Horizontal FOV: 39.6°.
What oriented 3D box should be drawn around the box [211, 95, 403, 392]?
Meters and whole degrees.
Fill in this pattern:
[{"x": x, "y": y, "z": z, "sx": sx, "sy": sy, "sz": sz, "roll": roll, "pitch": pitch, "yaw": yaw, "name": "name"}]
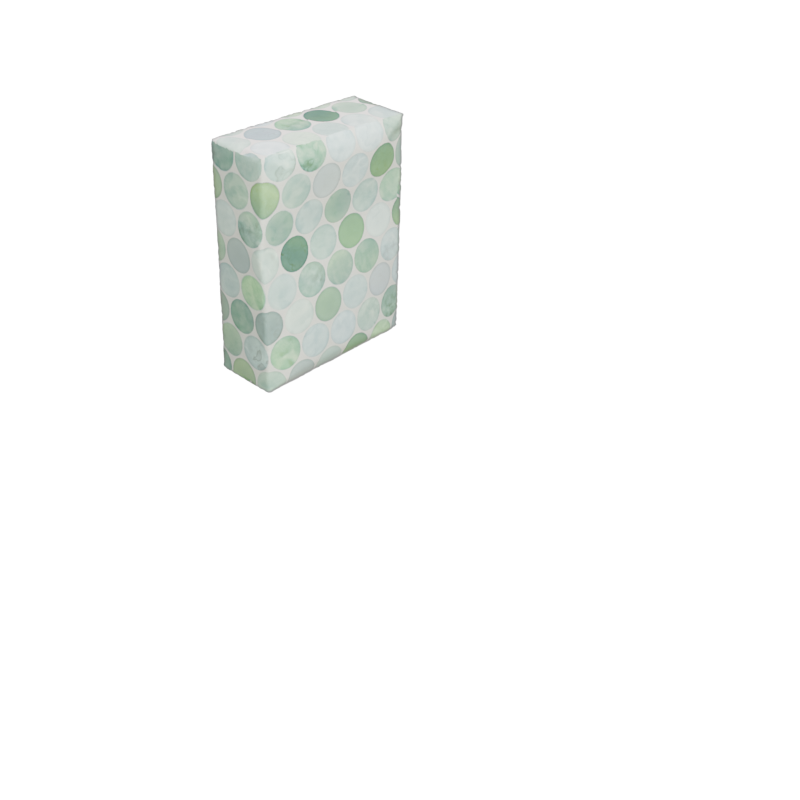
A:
[{"x": -0.075, "y": -0.136, "z": 0.954, "sx": 0.076, "sy": 0.202, "sz": 0.163, "roll": 25, "pitch": 37, "yaw": 37, "name": "box"}]
